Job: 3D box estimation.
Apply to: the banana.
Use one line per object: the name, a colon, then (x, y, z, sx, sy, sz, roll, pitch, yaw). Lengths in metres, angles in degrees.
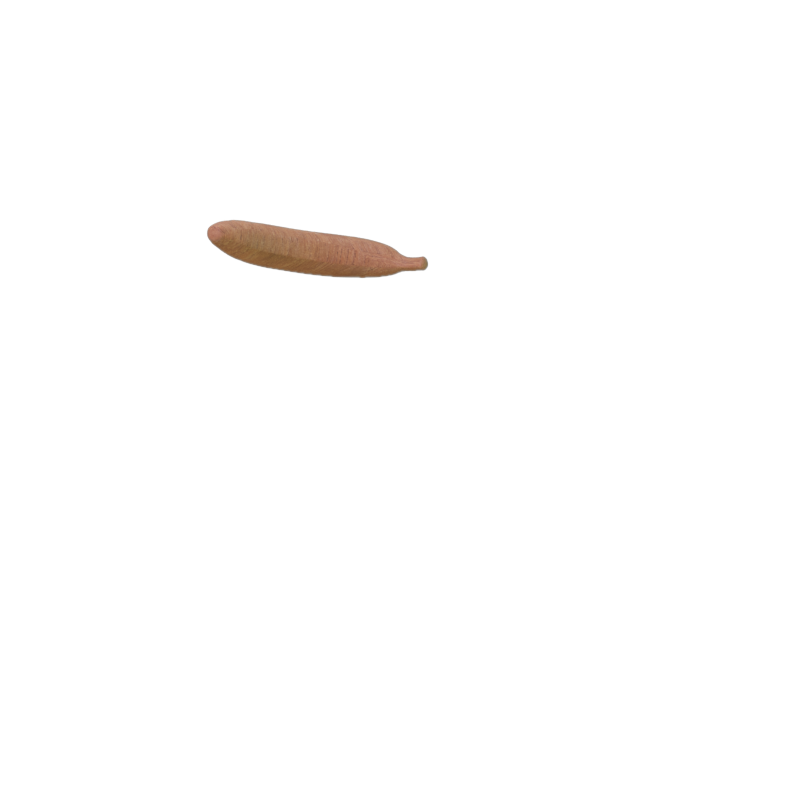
banana: (-0.078, -0.131, 0.956, 0.192, 0.038, 0.069, 4, -11, -22)
